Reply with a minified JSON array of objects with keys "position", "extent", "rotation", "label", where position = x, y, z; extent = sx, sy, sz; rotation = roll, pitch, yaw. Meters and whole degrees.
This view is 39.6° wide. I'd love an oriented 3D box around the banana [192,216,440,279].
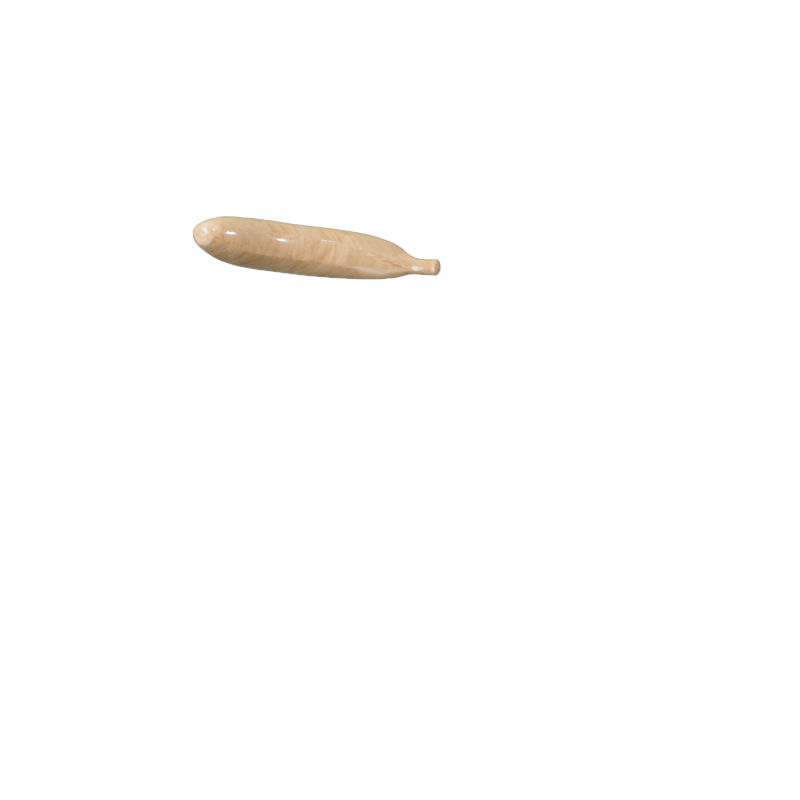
[{"position":[-0.069,-0.112,0.810],"extent":[0.190,0.037,0.071],"rotation":[2,-6,-30],"label":"banana"}]
